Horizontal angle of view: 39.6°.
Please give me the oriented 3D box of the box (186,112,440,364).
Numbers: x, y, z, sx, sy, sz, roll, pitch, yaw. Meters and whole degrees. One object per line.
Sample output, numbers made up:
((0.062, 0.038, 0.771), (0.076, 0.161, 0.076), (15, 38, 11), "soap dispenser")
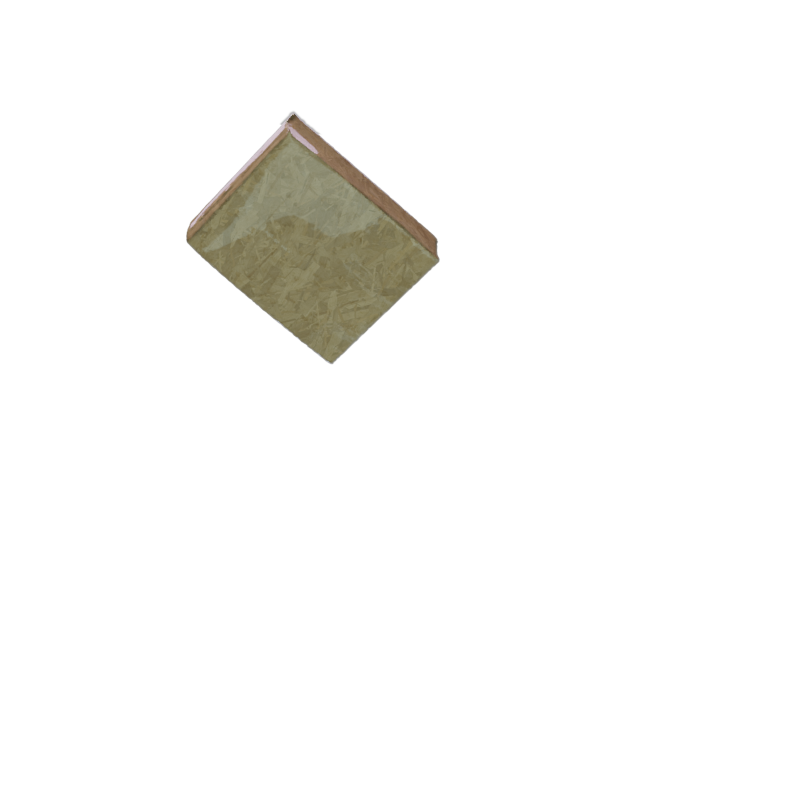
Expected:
((-0.048, -0.087, 0.613), (0.109, 0.089, 0.041), (40, 19, -17), "box")
